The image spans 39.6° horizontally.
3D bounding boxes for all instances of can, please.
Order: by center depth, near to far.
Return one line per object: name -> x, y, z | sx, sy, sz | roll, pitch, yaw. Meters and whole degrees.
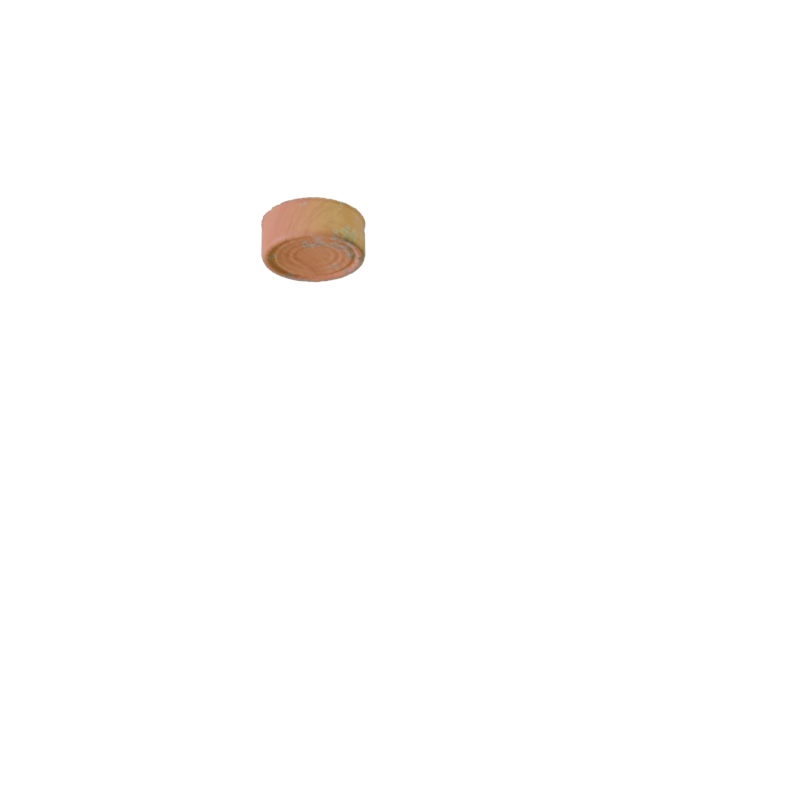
can -> -0.071, -0.129, 0.904 | 0.086, 0.035, 0.081 | 1, -23, -2
